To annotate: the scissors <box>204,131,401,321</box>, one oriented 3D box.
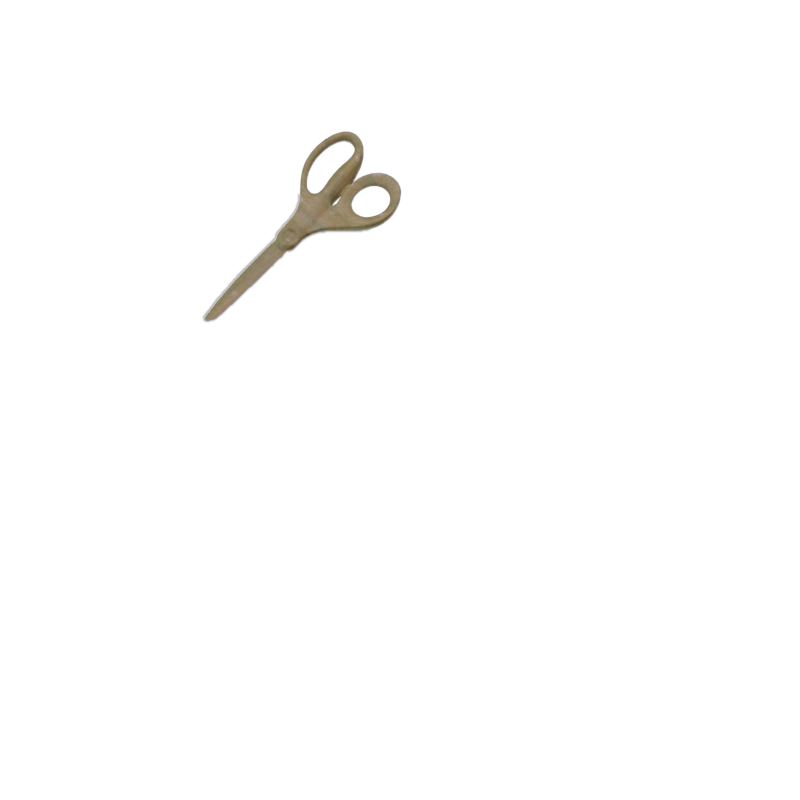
[{"bbox_3d":[-0.072,-0.131,0.920,0.098,0.206,0.015,25,-16,8],"label":"scissors"}]
